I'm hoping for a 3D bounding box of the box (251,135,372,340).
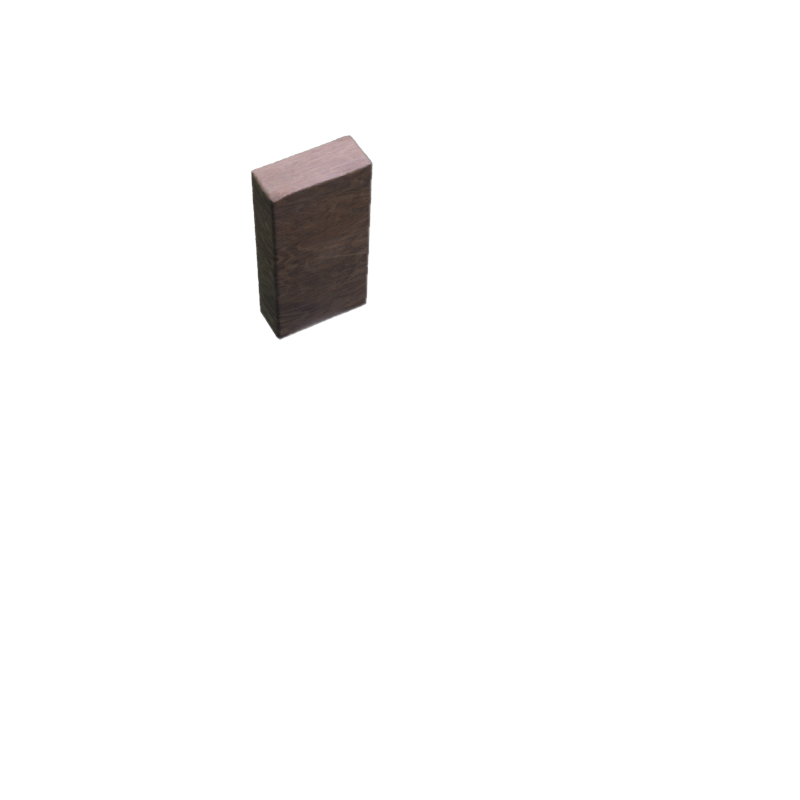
[{"bbox_3d":[-0.073,-0.133,0.936,0.093,0.052,0.165,-24,-30,-19],"label":"box"}]
